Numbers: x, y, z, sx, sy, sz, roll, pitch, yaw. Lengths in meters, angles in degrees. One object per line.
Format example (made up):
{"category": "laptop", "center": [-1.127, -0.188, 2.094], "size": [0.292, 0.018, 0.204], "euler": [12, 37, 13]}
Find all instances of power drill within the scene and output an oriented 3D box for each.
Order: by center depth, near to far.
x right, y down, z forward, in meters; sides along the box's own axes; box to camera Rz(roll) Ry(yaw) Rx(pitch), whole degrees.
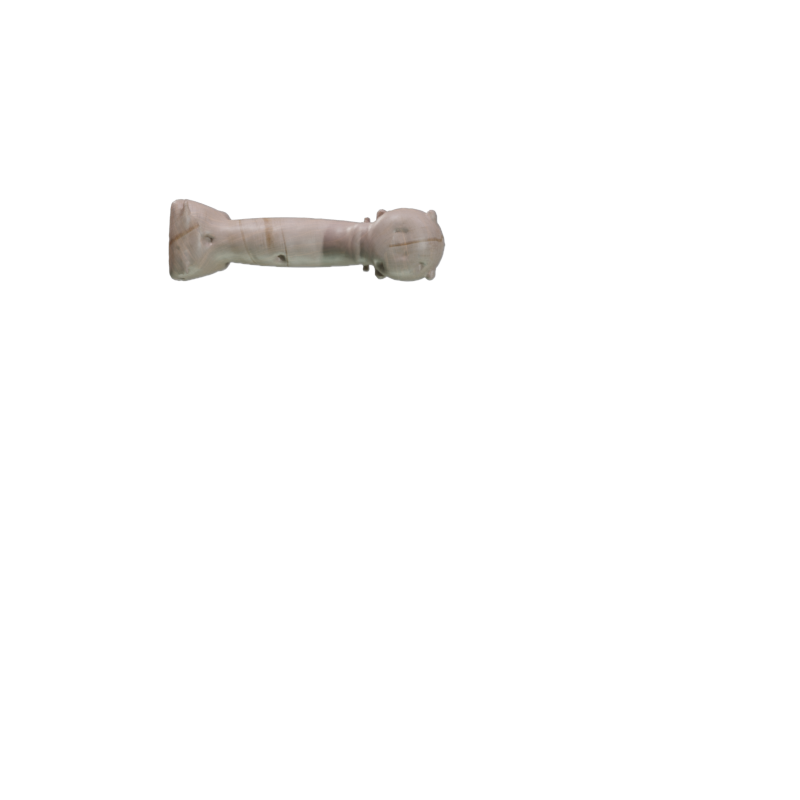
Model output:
{"category": "power drill", "center": [-0.062, -0.114, 0.795], "size": [0.189, 0.057, 0.184], "euler": [0, 5, 5]}
